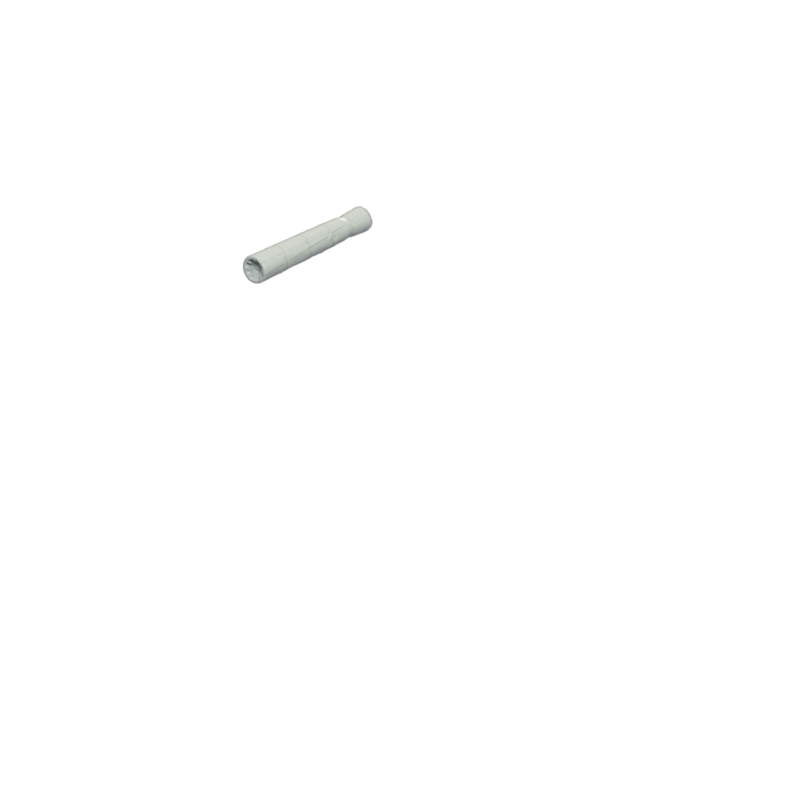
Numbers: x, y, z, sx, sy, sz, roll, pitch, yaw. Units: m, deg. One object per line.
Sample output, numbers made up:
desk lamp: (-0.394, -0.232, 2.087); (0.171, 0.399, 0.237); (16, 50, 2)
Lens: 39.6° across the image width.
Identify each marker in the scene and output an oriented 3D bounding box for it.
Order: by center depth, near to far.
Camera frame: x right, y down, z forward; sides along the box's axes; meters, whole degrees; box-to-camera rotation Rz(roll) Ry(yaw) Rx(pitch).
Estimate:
marker: (-0.057, -0.104, 0.731); (0.020, 0.019, 0.121); (3, 25, 37)
